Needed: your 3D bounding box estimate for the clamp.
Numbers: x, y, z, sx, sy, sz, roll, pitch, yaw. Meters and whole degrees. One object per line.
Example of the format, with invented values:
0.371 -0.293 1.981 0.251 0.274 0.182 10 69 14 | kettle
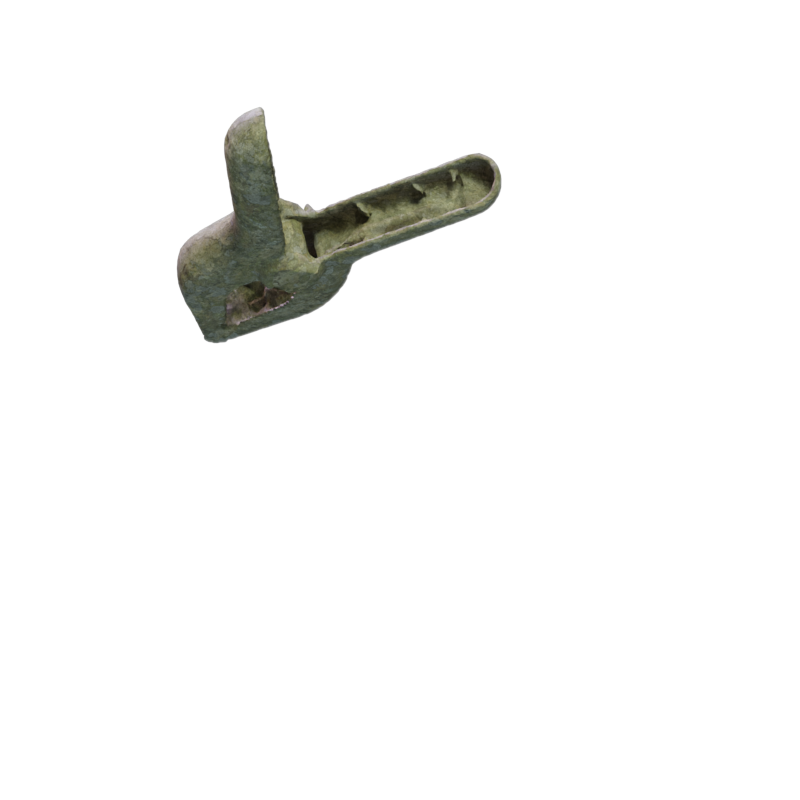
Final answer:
-0.038 -0.070 0.487 0.116 0.041 0.168 8 -22 -21 | clamp
